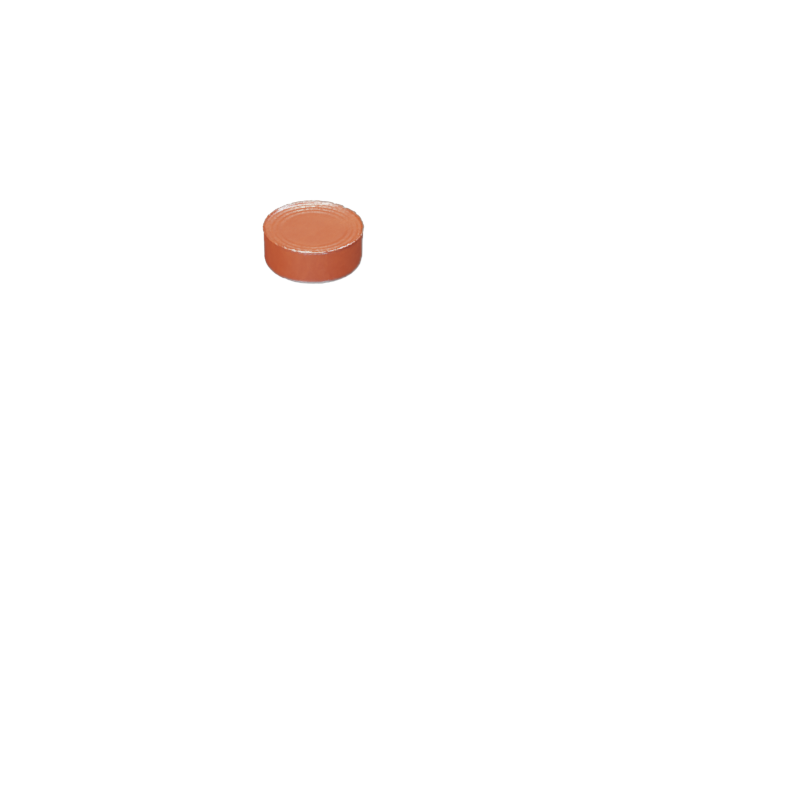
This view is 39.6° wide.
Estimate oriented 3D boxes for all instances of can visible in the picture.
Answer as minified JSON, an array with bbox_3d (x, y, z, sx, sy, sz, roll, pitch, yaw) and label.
[{"bbox_3d":[-0.074,-0.135,0.947,0.086,0.031,0.092,-1,37,-2],"label":"can"}]
